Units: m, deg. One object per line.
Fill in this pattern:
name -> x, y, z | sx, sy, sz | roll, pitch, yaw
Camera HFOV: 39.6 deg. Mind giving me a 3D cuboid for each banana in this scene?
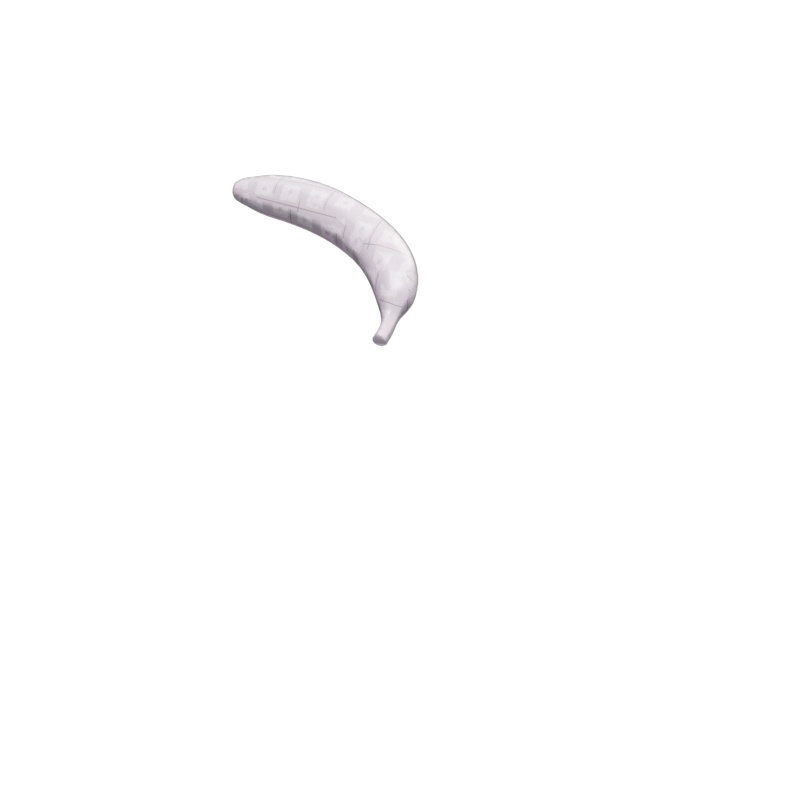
banana -> -0.046, -0.121, 0.813 | 0.069, 0.034, 0.213 | -26, 50, -24
